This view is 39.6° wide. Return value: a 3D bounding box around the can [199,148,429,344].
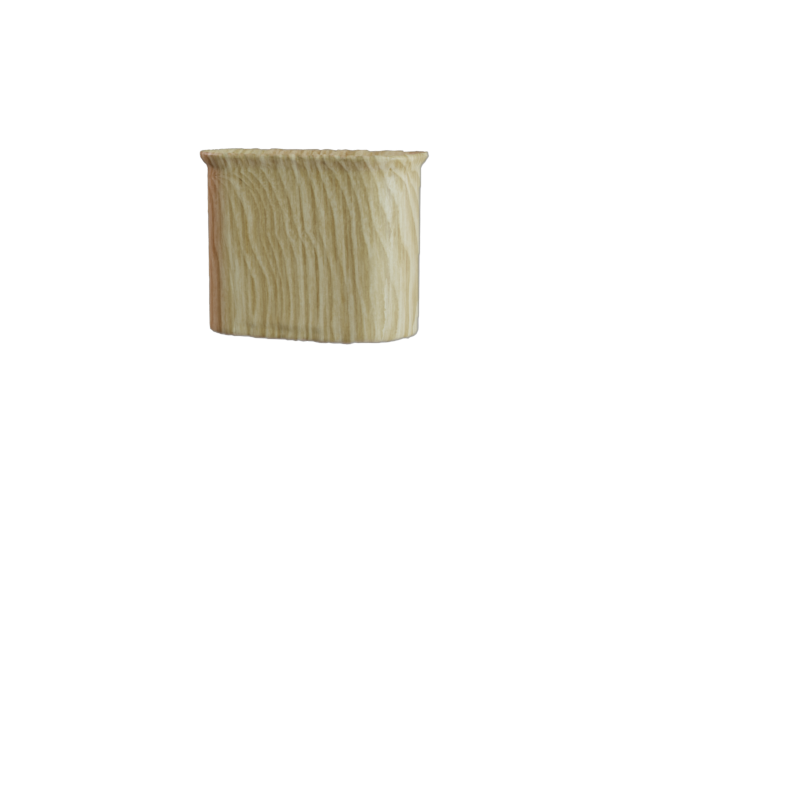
[{"bbox_3d":[-0.040,-0.073,0.510,0.105,0.082,0.057,5,10,20],"label":"can"}]
